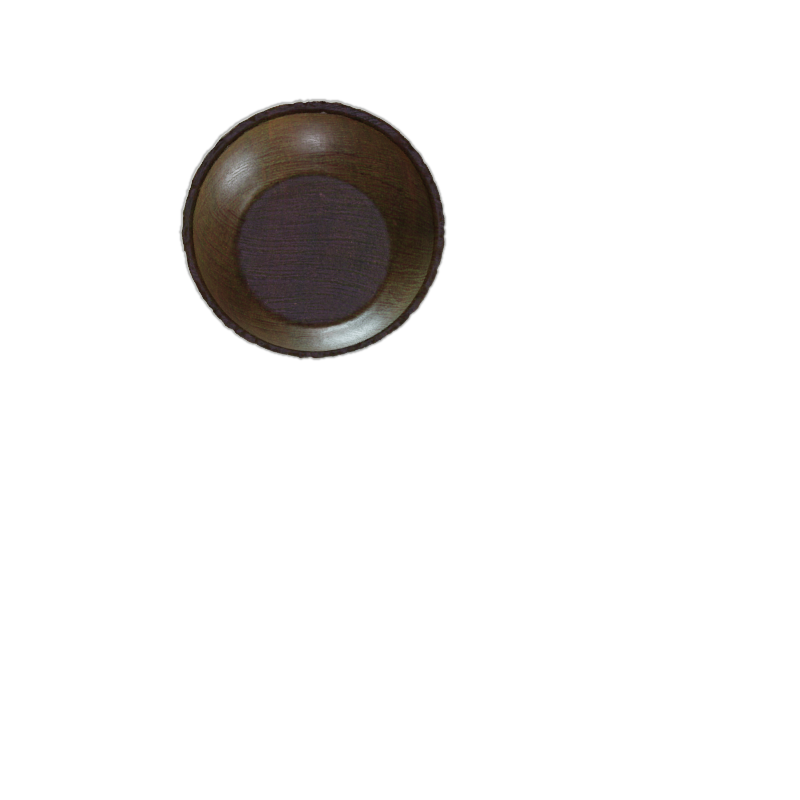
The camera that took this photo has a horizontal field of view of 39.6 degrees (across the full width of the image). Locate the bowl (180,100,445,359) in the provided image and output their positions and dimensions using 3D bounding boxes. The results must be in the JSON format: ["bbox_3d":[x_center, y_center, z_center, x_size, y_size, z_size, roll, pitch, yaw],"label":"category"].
[{"bbox_3d":[-0.051,-0.093,0.653,0.162,0.157,0.057,0,14,-1],"label":"bowl"}]
